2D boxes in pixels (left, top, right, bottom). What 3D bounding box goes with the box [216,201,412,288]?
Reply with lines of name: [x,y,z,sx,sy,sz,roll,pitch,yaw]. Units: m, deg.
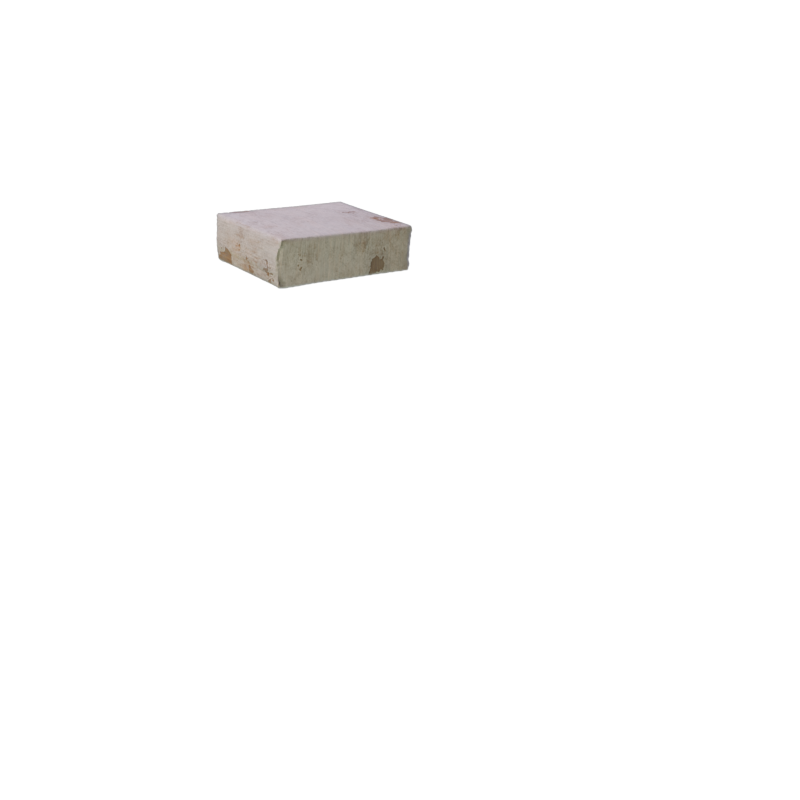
box: [-0.062,-0.113,0.794,0.111,0.037,0.096,-14,25,-33]
